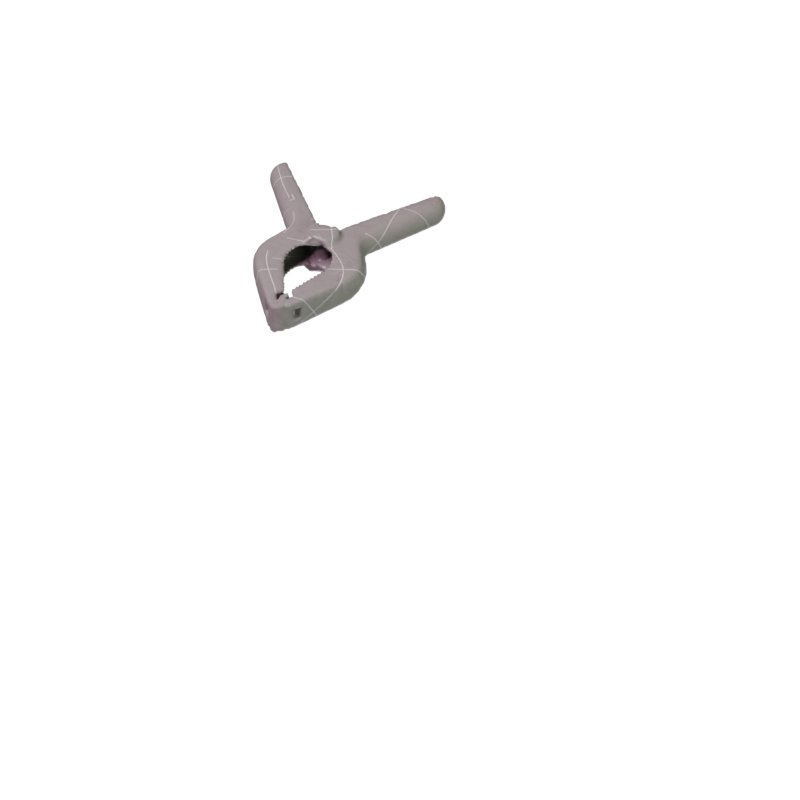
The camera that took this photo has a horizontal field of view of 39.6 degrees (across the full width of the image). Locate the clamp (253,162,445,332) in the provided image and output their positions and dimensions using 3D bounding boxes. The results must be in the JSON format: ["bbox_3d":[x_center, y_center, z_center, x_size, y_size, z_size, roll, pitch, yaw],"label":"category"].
[{"bbox_3d":[-0.074,-0.135,0.945,0.171,0.034,0.217,17,44,19],"label":"clamp"}]
